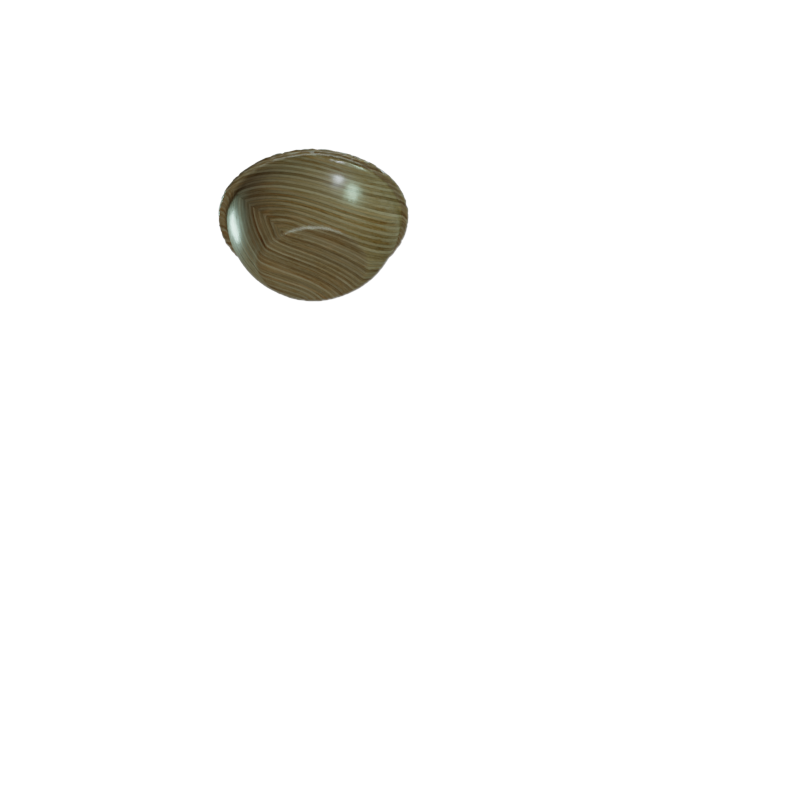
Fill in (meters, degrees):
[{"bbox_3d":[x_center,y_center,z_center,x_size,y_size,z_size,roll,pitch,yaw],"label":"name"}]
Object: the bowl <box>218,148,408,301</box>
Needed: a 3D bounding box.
[{"bbox_3d":[-0.072,-0.132,0.923,0.162,0.059,0.151,1,-39,-1],"label":"bowl"}]
